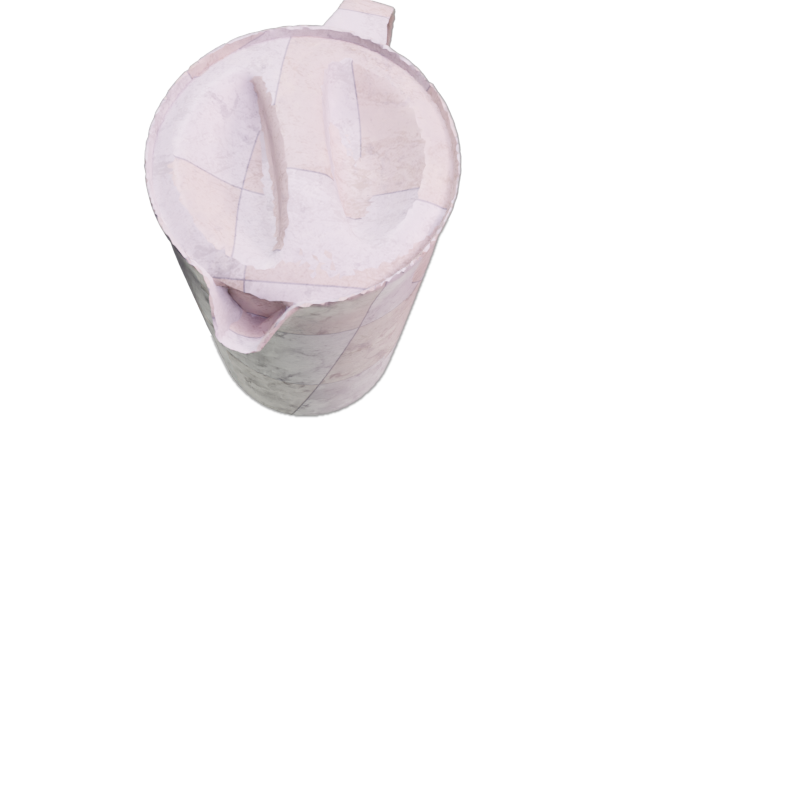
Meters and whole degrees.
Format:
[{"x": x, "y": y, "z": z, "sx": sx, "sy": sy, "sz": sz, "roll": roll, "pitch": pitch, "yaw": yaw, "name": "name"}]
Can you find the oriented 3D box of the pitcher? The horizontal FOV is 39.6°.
[{"x": -0.045, "y": -0.082, "z": 0.573, "sx": 0.149, "sy": 0.152, "sz": 0.233, "roll": -26, "pitch": -14, "yaw": -11, "name": "pitcher"}]
